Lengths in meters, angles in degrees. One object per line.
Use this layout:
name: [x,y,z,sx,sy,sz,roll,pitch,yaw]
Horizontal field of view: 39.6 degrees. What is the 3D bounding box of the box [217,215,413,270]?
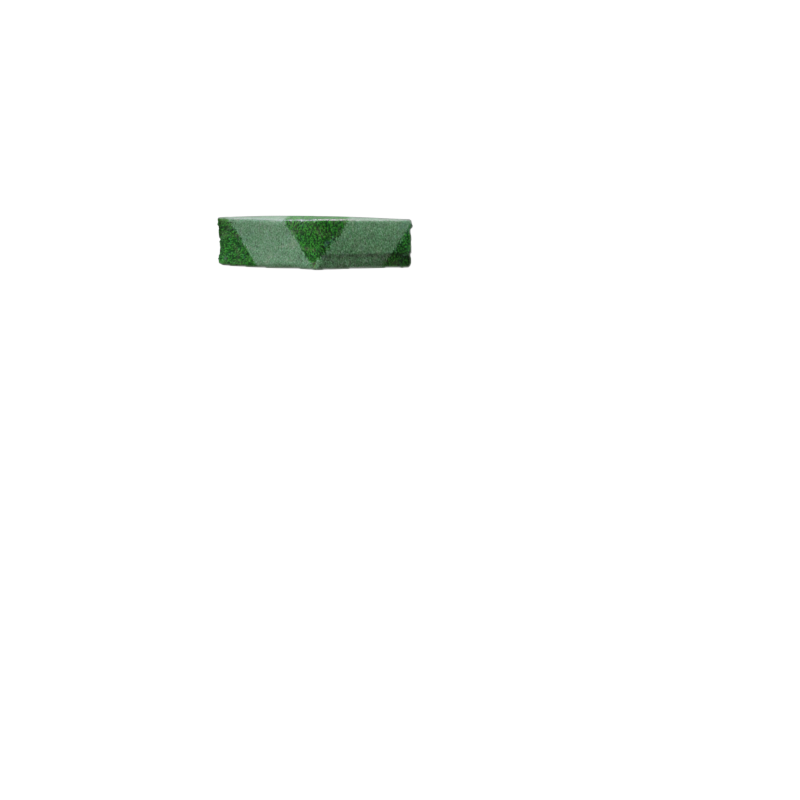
box: [-0.061,-0.112,0.785,0.087,0.039,0.118,-6,9,-43]
